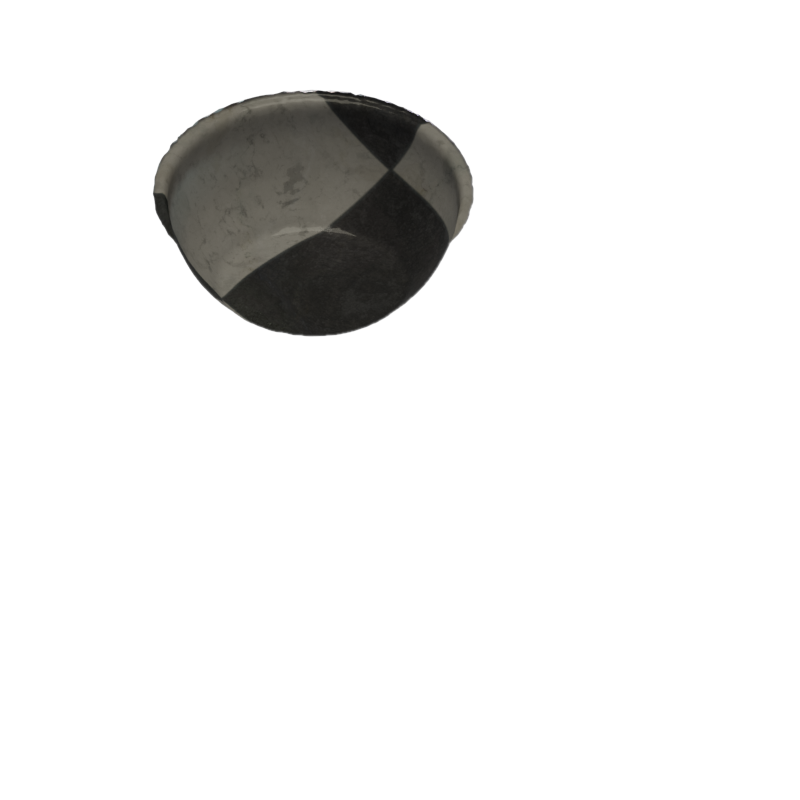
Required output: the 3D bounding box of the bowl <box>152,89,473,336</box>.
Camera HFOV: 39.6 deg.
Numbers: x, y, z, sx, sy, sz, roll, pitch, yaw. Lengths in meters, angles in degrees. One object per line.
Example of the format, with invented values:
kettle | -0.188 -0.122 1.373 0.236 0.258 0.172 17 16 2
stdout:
bowl | -0.043 -0.078 0.547 0.162 0.059 0.152 1 -32 -2
